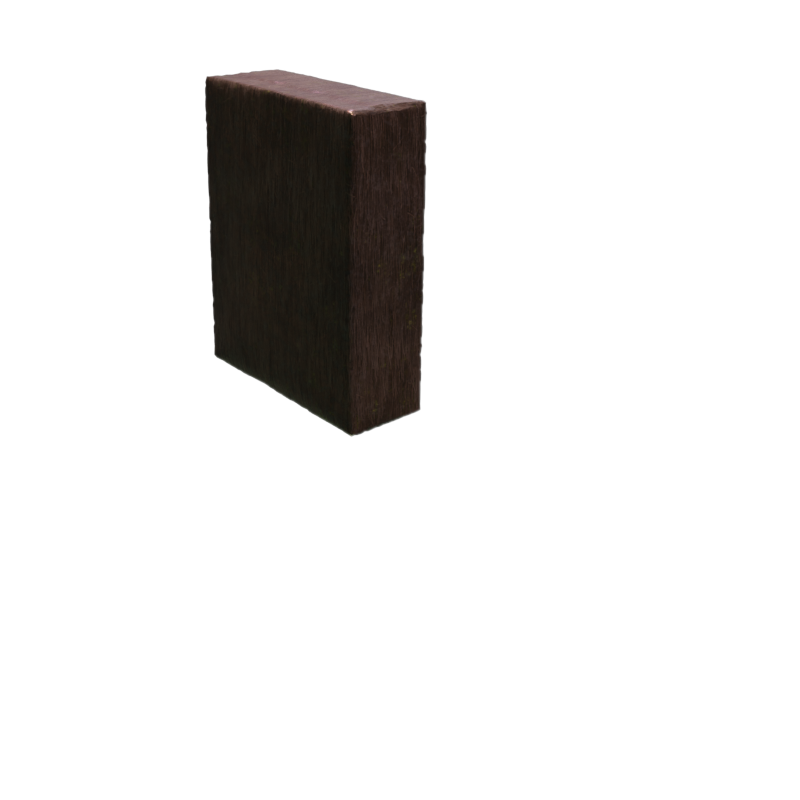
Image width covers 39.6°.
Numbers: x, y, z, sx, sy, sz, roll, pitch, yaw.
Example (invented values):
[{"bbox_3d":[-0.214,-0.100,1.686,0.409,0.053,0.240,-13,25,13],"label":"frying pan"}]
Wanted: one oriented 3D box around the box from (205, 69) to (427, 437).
[{"bbox_3d":[-0.059,-0.108,0.755,0.070,0.205,0.175,-14,26,-37],"label":"box"}]
